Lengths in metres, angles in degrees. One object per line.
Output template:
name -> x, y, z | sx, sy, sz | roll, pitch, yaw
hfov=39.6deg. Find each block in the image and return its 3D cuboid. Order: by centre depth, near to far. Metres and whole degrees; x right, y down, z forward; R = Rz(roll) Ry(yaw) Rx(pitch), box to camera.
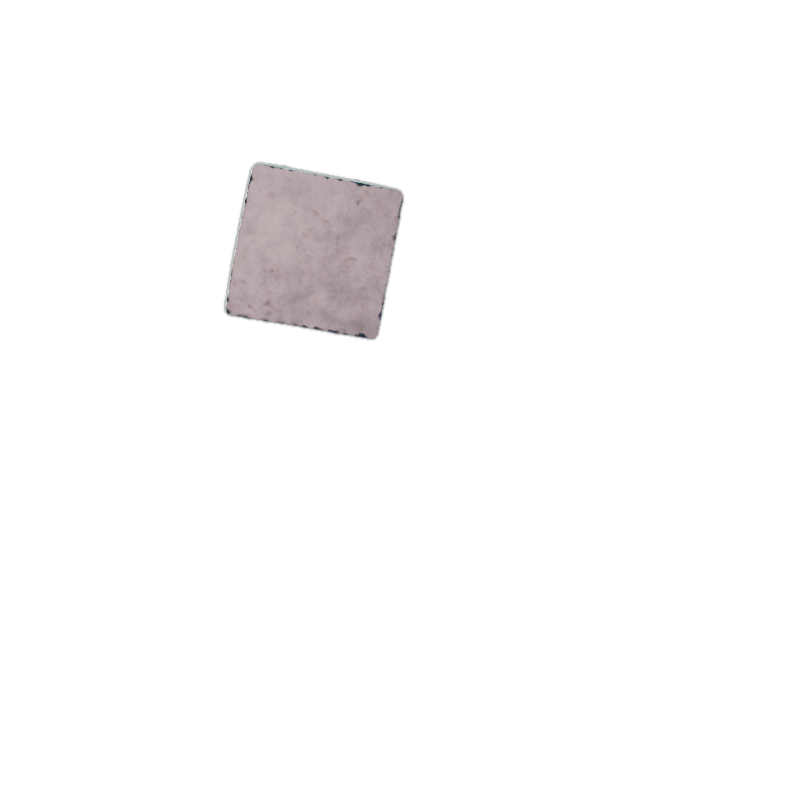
block -> -0.057, -0.105, 0.732 | 0.090, 0.089, 0.210 | 10, 9, -6
